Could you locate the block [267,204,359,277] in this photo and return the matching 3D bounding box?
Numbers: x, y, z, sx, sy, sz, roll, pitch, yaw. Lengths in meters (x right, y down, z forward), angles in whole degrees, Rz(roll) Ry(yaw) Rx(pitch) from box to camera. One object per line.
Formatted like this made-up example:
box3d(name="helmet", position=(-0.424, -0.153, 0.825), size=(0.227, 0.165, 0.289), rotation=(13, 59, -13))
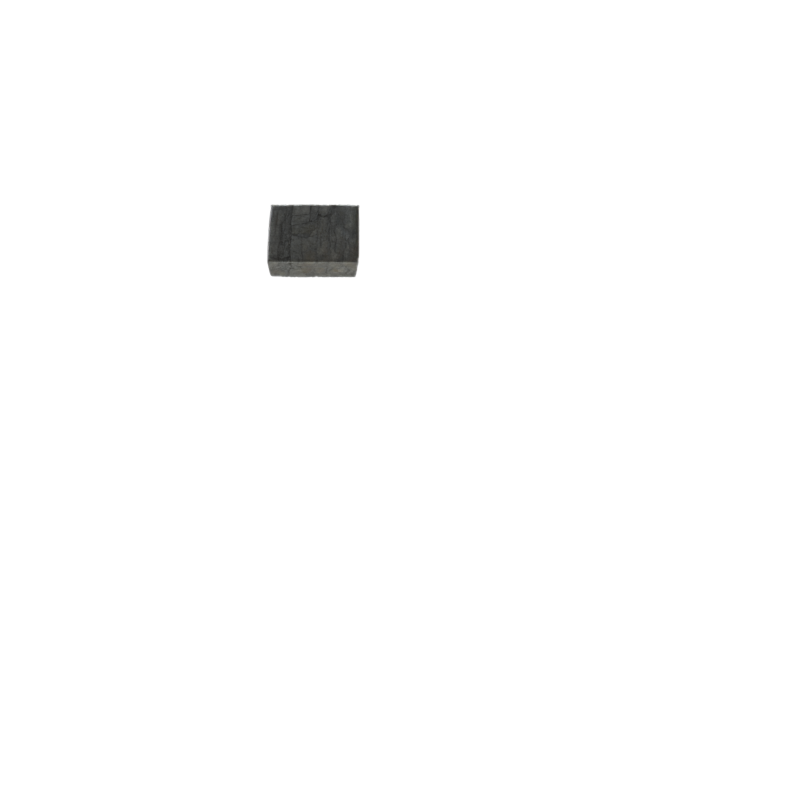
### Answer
box3d(name="block", position=(-0.075, -0.136, 0.954), size=(0.078, 0.053, 0.051), rotation=(0, -12, -2))
